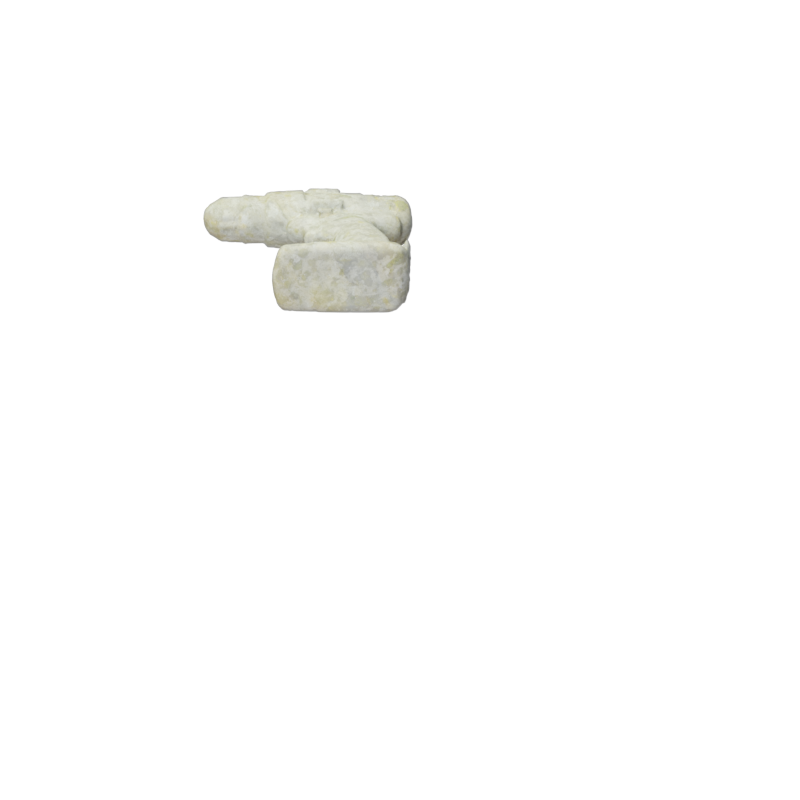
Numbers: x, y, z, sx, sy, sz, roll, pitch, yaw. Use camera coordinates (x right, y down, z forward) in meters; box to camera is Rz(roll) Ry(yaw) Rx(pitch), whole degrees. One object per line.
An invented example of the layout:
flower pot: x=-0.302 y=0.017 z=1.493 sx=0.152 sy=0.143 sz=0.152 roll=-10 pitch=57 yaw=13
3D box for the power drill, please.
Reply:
power drill: x=-0.072 y=-0.131 z=0.919 sx=0.183 sy=0.055 sz=0.198 roll=-3 pitch=26 yaw=-6
